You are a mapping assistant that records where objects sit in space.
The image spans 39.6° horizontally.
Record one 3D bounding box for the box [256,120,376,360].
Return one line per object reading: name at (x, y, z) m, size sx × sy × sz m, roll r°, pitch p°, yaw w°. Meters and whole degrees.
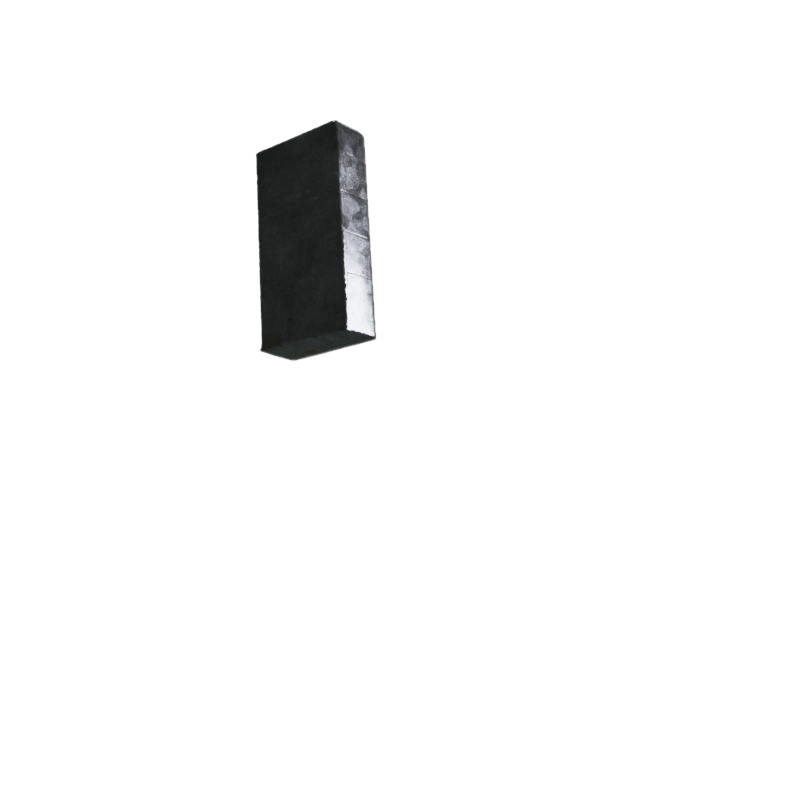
box at (-0.070, -0.128, 0.895) m, size 0.095 × 0.185 × 0.045 m, roll -16°, pitch -24°, yaw 37°
